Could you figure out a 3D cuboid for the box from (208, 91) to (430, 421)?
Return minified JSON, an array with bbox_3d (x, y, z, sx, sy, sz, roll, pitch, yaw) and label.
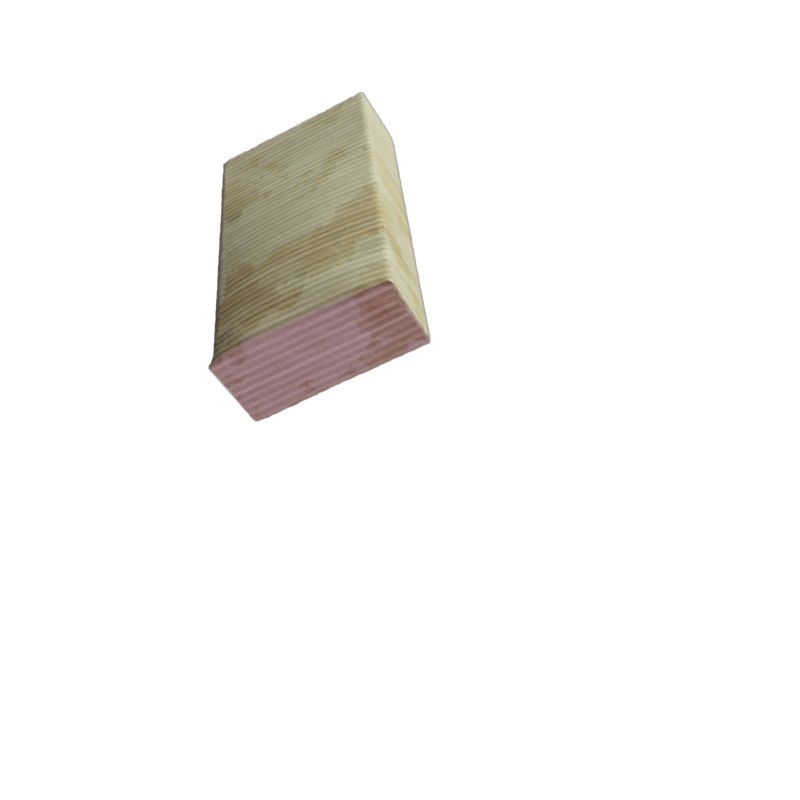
[{"bbox_3d":[-0.043,-0.078,0.549,0.093,0.045,0.189,-24,36,14],"label":"box"}]
